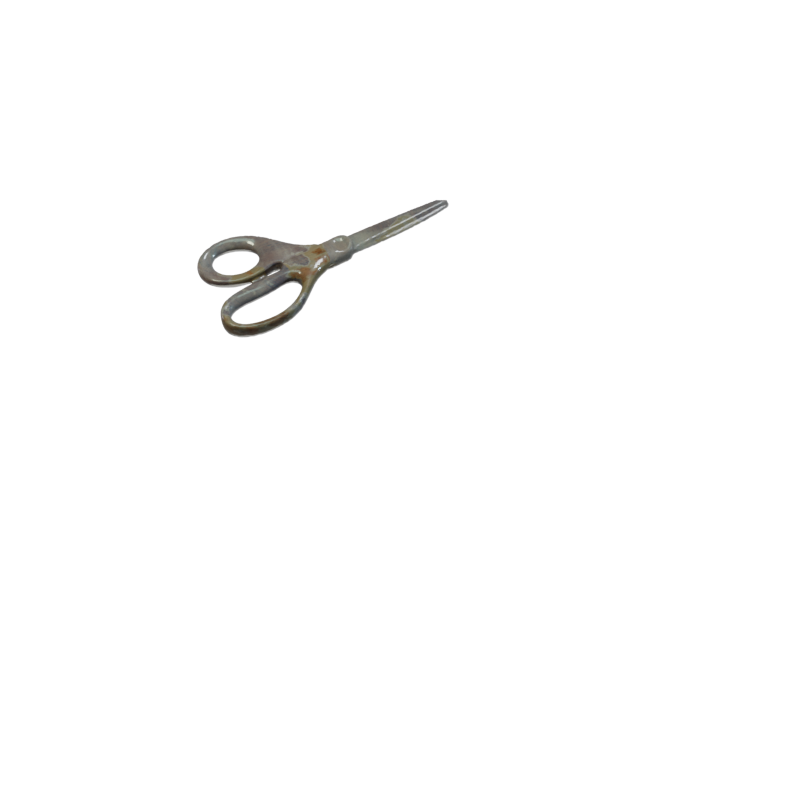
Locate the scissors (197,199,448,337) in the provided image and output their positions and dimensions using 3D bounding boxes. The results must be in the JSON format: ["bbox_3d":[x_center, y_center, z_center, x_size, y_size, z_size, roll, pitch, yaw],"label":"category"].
[{"bbox_3d":[-0.064,-0.117,0.817,0.102,0.015,0.204,33,57,25],"label":"scissors"}]
